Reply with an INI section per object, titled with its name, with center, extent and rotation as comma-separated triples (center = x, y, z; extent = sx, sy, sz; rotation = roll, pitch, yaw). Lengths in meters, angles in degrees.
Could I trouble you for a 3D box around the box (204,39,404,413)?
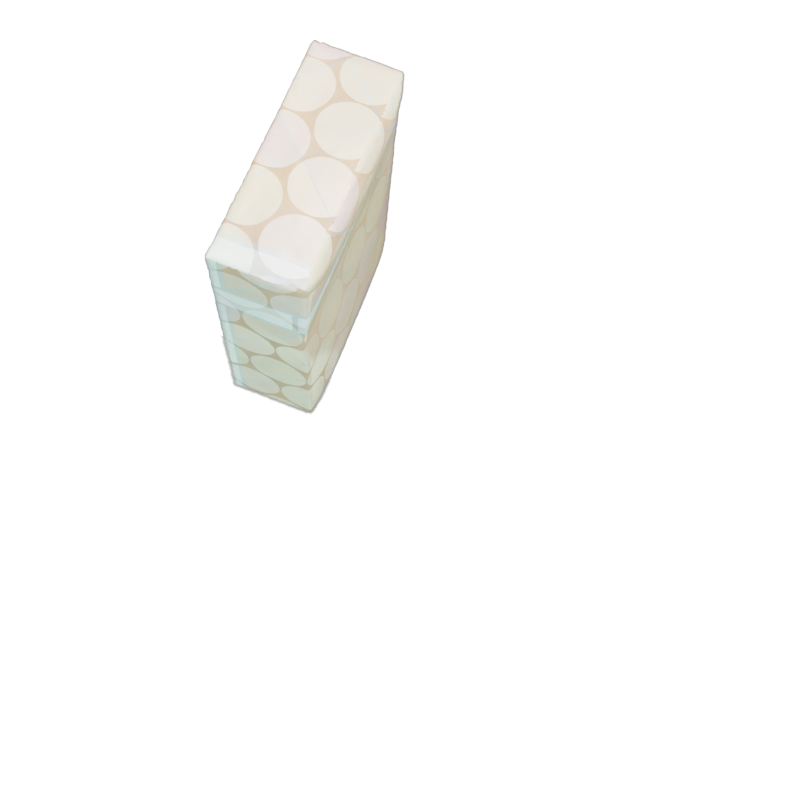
[box]
center = -0.058, -0.106, 0.739
extent = 0.073, 0.170, 0.203
rotation = 20, -22, 3
